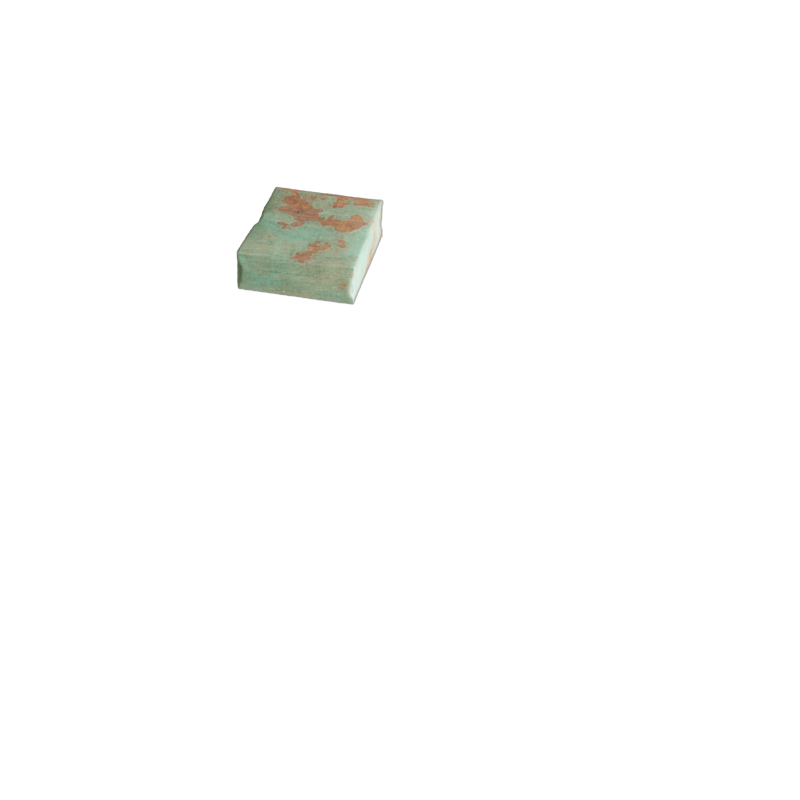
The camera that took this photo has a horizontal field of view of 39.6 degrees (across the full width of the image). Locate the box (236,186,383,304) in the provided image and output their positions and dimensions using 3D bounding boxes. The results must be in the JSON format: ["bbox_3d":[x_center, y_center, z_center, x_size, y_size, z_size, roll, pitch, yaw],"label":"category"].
[{"bbox_3d":[-0.054,-0.099,0.690,0.074,0.028,0.094,8,37,10],"label":"box"}]
